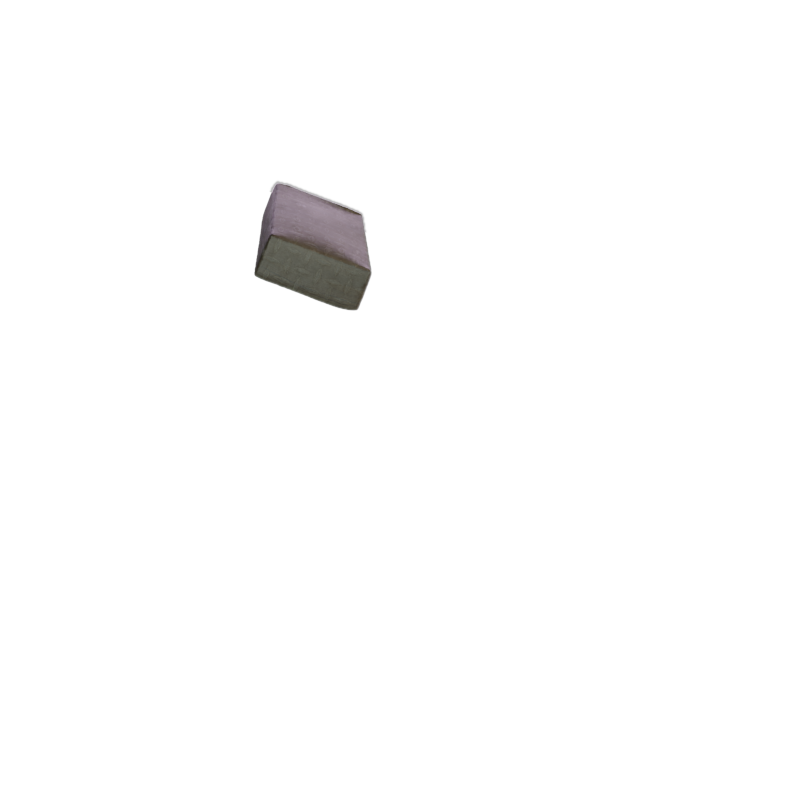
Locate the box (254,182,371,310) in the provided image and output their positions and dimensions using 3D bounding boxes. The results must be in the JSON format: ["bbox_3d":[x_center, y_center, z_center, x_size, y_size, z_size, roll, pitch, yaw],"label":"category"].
[{"bbox_3d":[-0.078,-0.142,0.993,0.091,0.046,0.186,19,24,-12],"label":"box"}]
